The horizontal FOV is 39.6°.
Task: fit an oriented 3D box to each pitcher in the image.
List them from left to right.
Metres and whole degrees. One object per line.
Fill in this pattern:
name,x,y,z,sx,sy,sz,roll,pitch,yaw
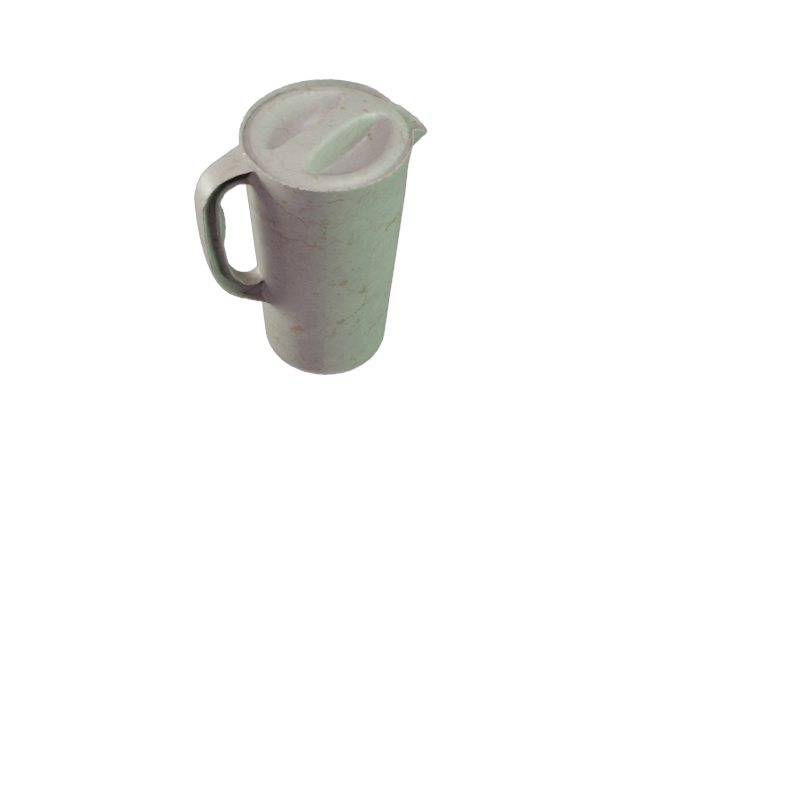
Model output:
pitcher,-0.072,-0.131,0.917,0.153,0.151,0.226,17,-40,12
